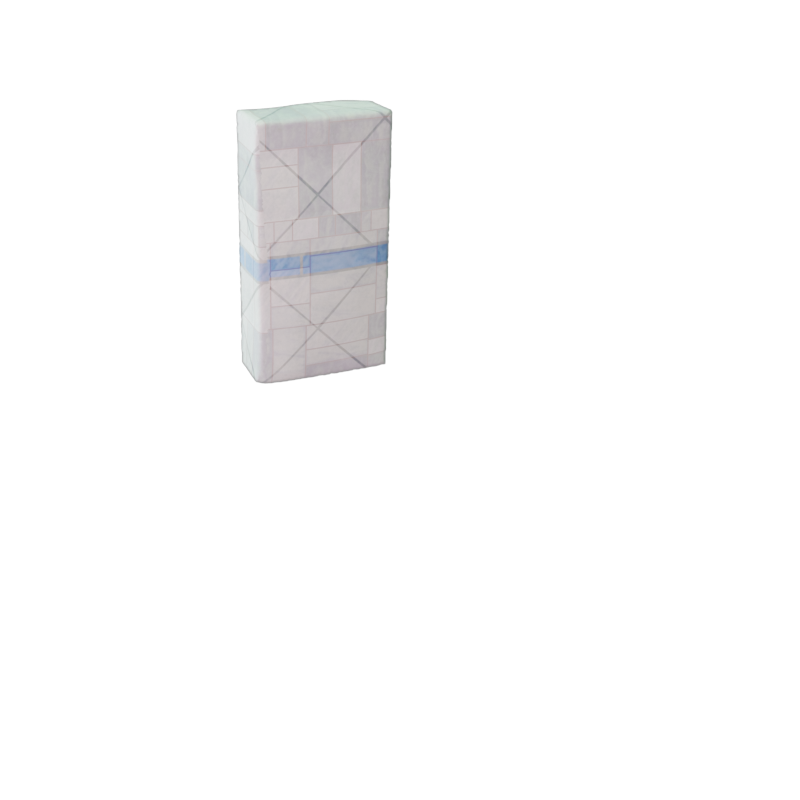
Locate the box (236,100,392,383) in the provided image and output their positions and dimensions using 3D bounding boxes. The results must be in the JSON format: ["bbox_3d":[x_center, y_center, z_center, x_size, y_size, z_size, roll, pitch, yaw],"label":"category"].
[{"bbox_3d":[-0.056,-0.102,0.716,0.091,0.169,0.051,-8,21,-23],"label":"box"}]
